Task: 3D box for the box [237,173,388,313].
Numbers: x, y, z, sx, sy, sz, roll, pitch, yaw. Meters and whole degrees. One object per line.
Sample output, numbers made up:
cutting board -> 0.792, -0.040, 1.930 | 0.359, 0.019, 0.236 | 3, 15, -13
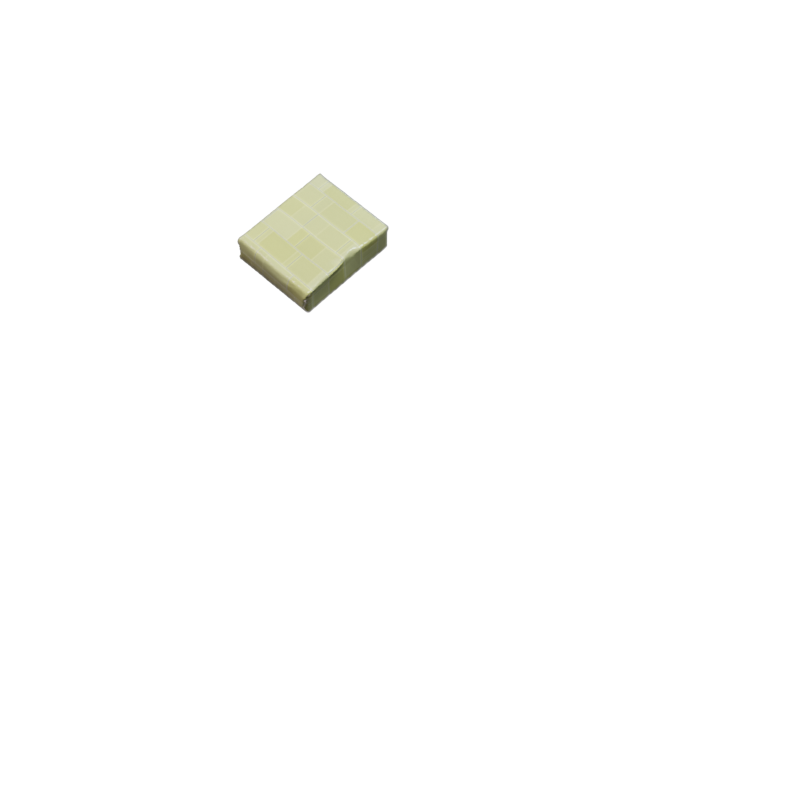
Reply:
box -> -0.065, -0.118, 0.825 | 0.077, 0.090, 0.028 | 39, -26, 22
